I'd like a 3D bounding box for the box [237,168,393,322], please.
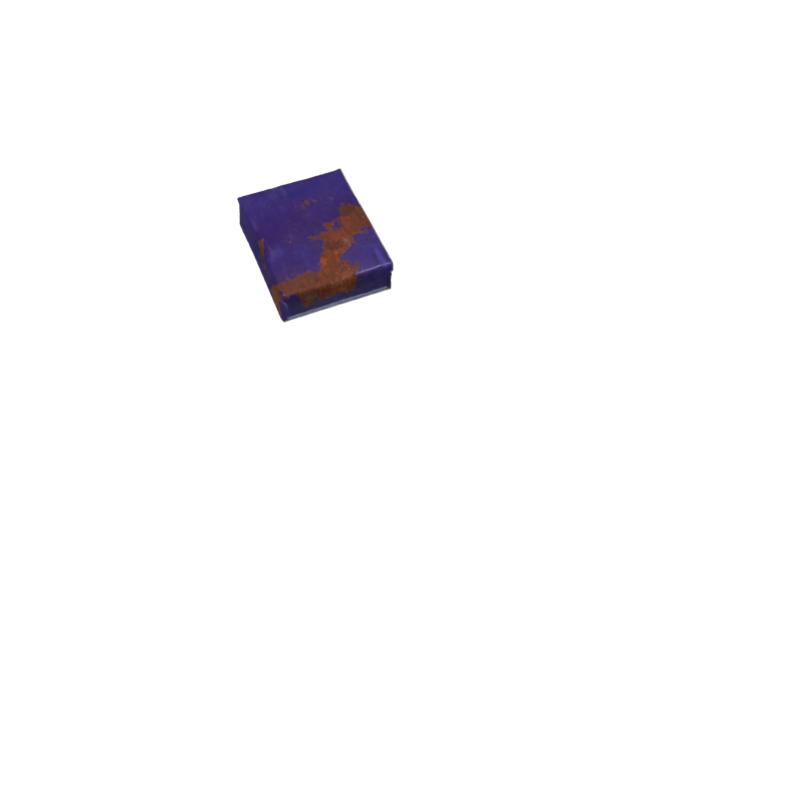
[{"bbox_3d":[-0.055,-0.100,0.699,0.072,0.096,0.028,-18,-34,-13],"label":"box"}]
